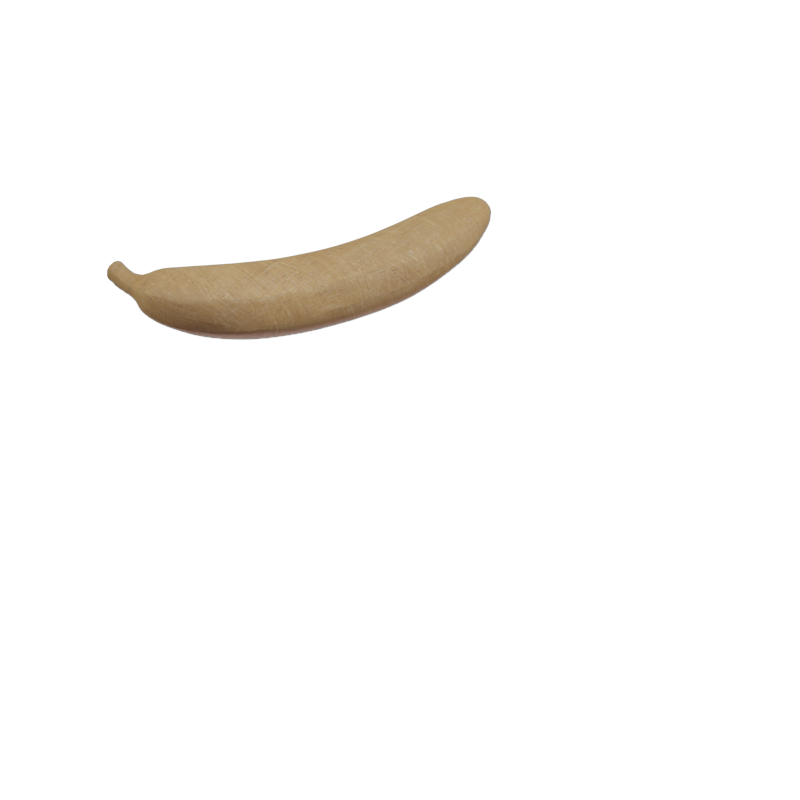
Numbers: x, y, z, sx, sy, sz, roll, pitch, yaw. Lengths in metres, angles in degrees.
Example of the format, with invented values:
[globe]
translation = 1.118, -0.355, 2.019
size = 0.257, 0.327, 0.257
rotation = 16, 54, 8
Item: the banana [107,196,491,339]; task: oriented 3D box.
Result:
[banana]
translation = -0.042, -0.064, 0.538
size = 0.196, 0.075, 0.034
rotation = -10, -40, -9
